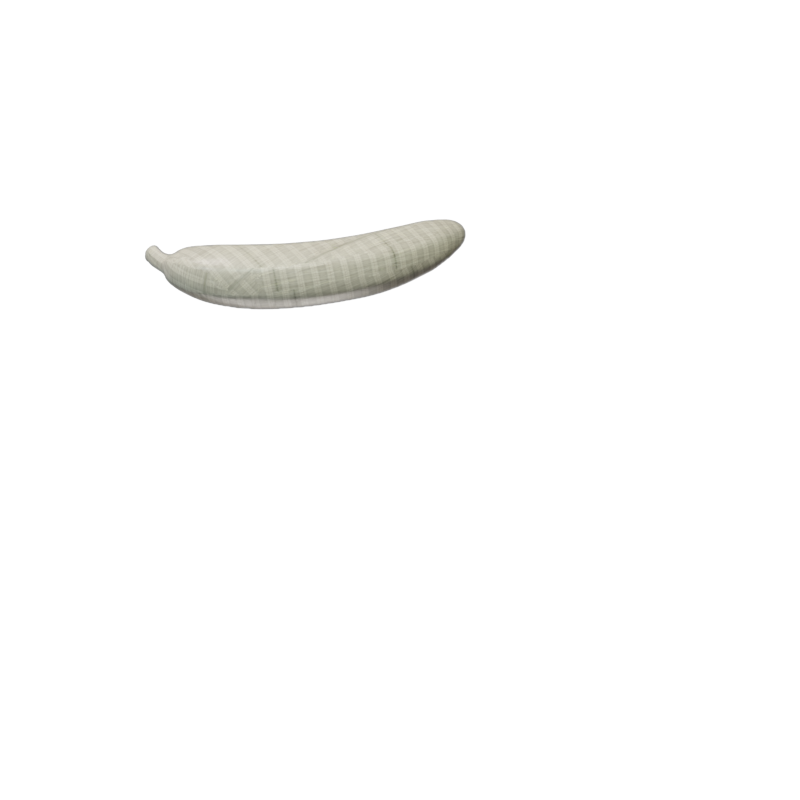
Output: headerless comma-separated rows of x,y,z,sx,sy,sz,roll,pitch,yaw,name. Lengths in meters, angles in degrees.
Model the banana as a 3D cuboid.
-0.054,-0.083,0.657,0.197,0.034,0.075,-3,40,-4,banana
